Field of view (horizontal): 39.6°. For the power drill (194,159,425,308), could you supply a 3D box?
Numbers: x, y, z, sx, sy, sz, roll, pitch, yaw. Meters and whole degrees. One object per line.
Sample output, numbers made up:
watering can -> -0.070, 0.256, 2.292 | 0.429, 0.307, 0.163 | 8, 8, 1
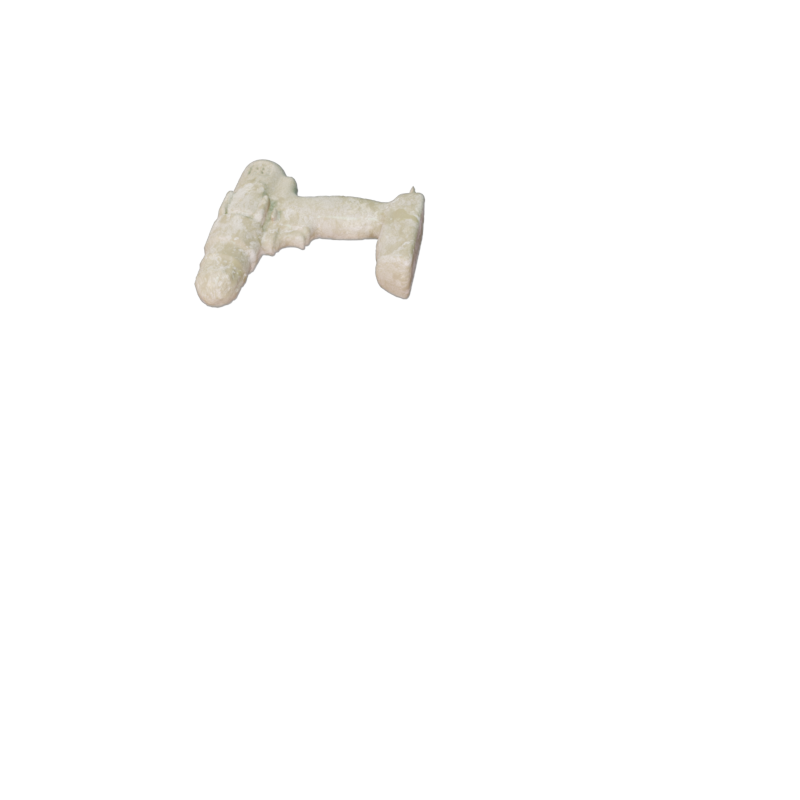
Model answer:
power drill -> -0.078, -0.142, 0.995 | 0.190, 0.195, 0.053 | 9, -42, 8
